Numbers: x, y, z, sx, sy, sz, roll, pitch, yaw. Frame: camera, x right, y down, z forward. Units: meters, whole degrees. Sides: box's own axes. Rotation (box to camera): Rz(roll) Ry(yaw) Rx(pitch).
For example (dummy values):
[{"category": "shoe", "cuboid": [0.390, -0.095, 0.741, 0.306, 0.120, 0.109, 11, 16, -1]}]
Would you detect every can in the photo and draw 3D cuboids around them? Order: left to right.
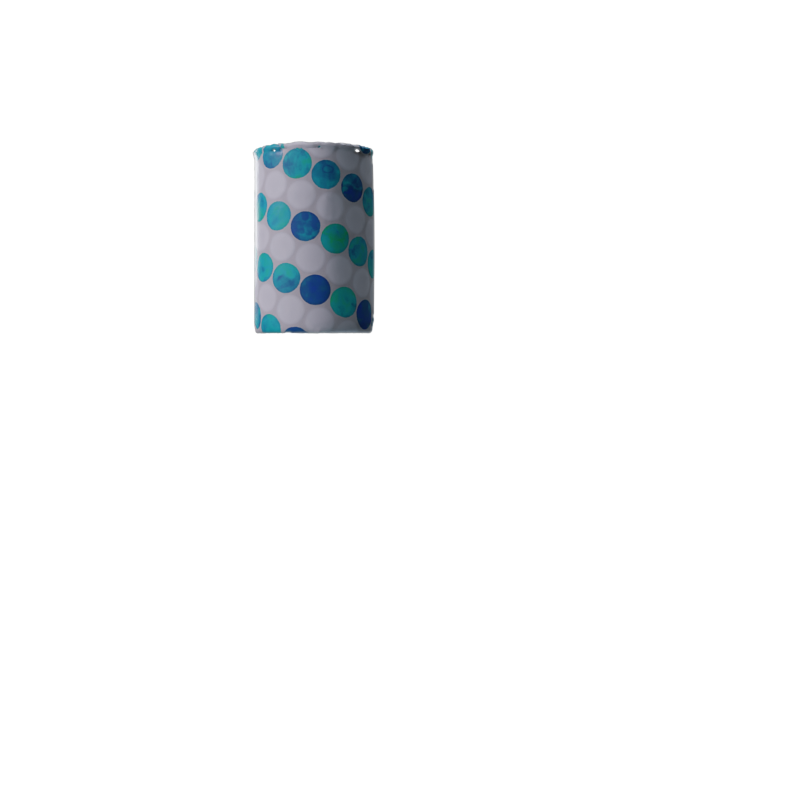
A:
[{"category": "can", "cuboid": [-0.048, -0.088, 0.619, 0.068, 0.103, 0.068, 0, -2, -2]}]
